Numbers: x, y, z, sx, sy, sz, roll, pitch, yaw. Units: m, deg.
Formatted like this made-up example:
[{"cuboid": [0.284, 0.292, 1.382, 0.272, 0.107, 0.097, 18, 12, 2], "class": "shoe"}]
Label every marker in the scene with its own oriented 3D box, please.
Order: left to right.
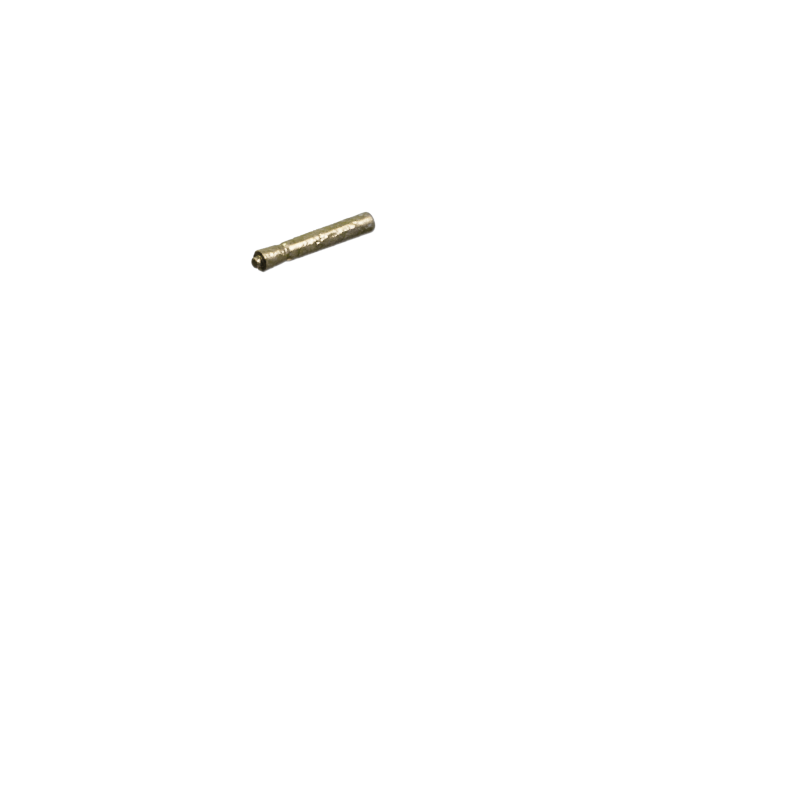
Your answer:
[{"cuboid": [-0.072, -0.132, 0.926, 0.120, 0.019, 0.021, -25, 18, -33], "class": "marker"}]
